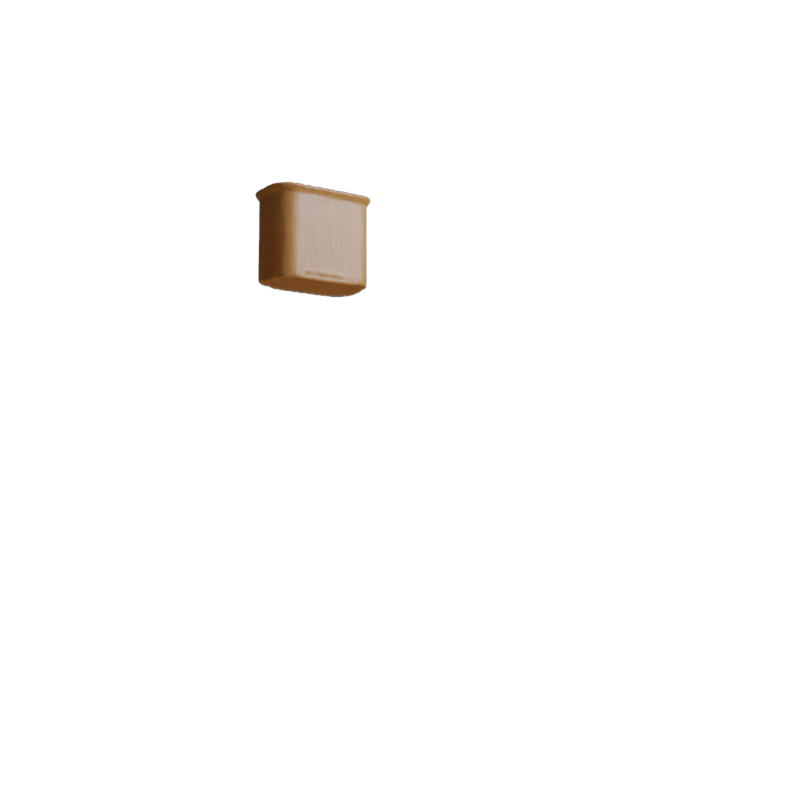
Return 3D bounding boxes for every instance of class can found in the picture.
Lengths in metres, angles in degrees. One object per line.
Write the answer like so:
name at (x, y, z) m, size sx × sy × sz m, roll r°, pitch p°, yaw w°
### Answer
can at (-0.077, -0.140, 0.980) m, size 0.098 × 0.087 × 0.058 m, roll 6°, pitch -14°, yaw -33°
